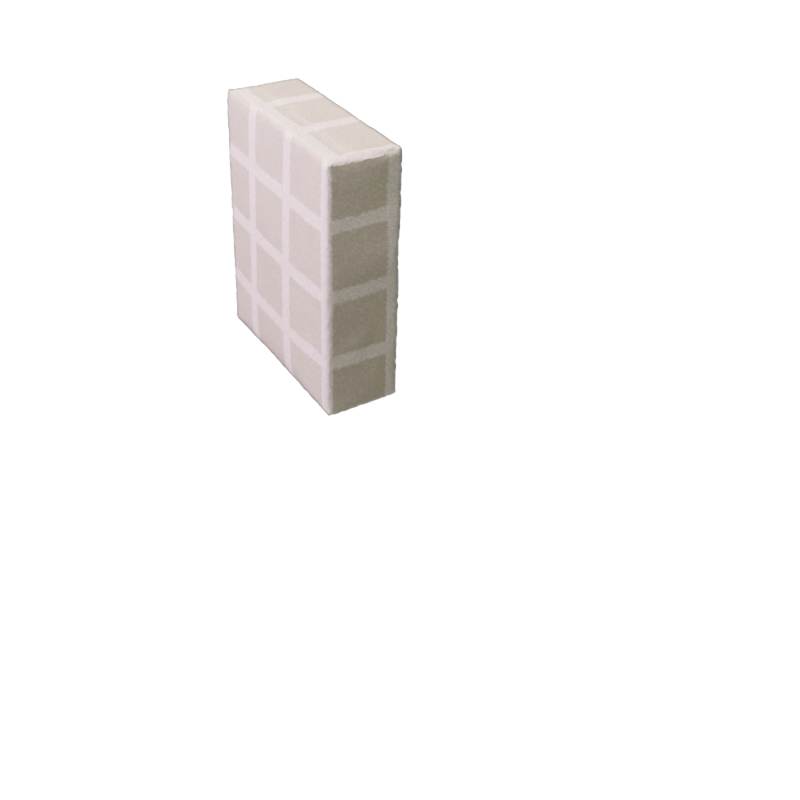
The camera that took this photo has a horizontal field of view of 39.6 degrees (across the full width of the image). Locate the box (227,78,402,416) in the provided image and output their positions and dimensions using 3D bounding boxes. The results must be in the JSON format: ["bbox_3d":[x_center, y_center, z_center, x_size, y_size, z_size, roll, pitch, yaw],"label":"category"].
[{"bbox_3d":[-0.068,-0.124,0.866,0.071,0.201,0.177,-15,36,-27],"label":"box"}]
